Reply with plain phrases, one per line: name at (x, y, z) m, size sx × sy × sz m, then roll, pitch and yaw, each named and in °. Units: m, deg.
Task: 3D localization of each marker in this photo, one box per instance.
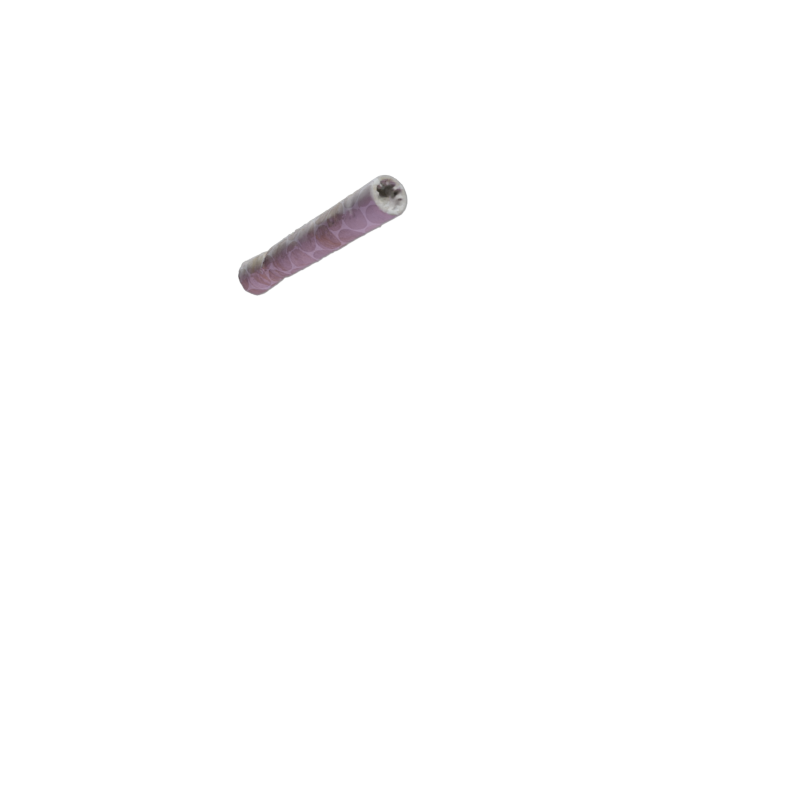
marker at (-0.040, -0.073, 0.508) m, size 0.019 × 0.020 × 0.121 m, roll -2°, pitch -11°, yaw -37°
